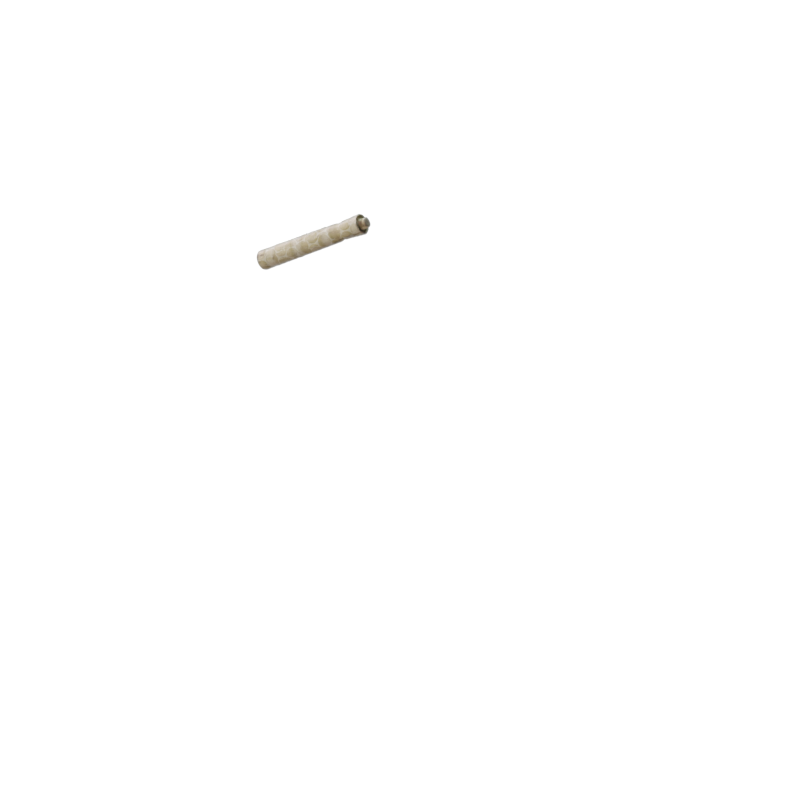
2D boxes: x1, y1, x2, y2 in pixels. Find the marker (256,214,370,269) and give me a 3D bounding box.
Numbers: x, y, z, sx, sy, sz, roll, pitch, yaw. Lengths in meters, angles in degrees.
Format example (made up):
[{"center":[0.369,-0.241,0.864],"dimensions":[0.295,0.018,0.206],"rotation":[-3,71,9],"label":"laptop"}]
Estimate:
[{"center":[-0.078,-0.142,0.994],"dimensions":[0.123,0.020,0.019],"rotation":[-14,-5,34],"label":"marker"}]
